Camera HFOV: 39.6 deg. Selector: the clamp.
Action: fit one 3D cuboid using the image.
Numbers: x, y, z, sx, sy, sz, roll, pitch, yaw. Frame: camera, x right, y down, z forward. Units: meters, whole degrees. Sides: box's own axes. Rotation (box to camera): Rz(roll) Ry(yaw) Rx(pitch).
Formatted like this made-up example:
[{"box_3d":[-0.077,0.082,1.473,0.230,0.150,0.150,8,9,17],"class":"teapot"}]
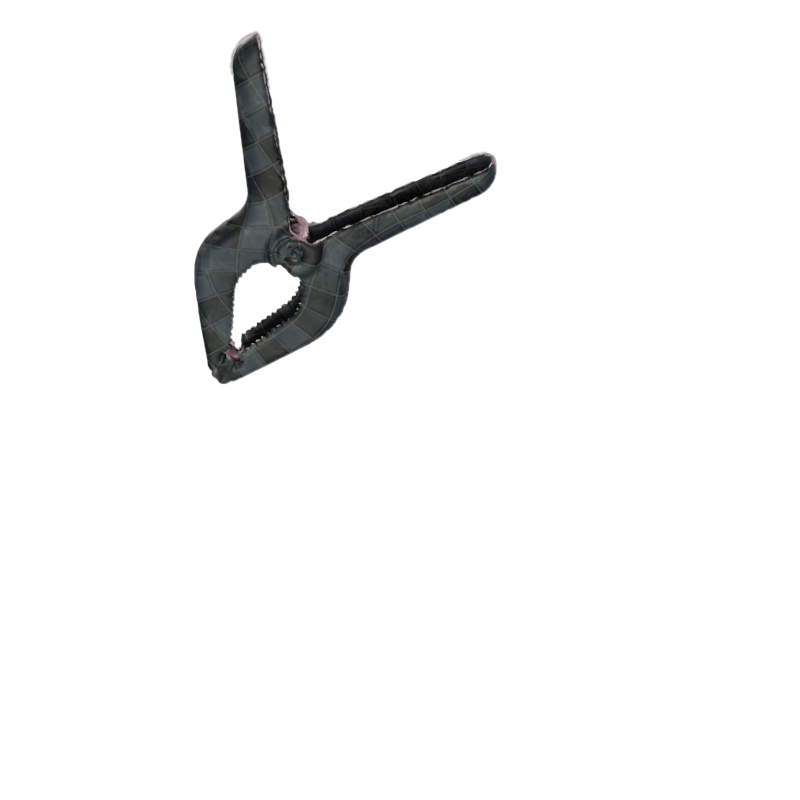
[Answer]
[{"box_3d":[-0.051,-0.094,0.655,0.161,0.202,0.038,21,25,-10],"class":"clamp"}]
